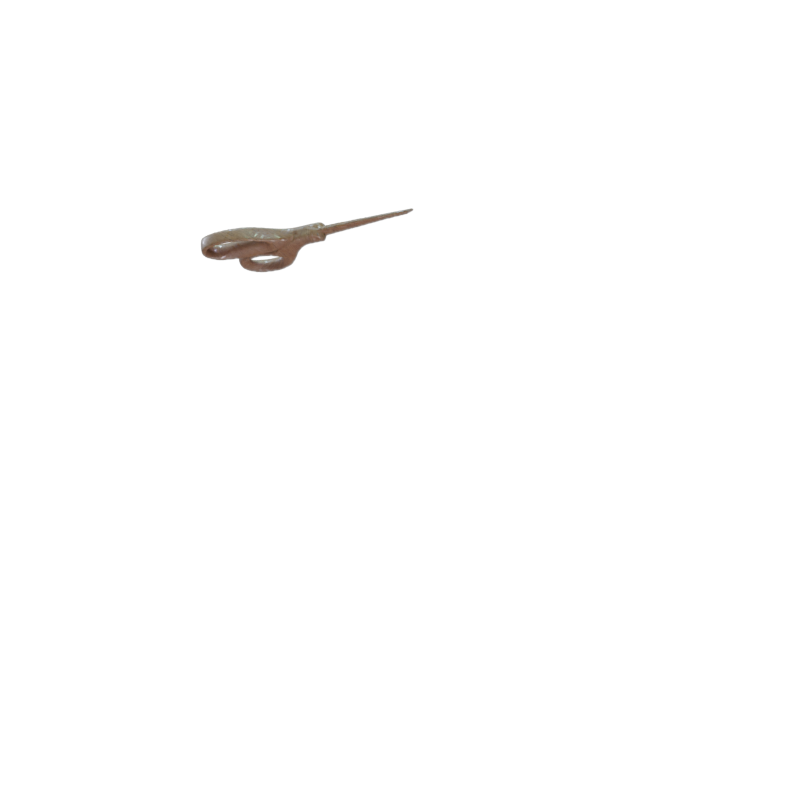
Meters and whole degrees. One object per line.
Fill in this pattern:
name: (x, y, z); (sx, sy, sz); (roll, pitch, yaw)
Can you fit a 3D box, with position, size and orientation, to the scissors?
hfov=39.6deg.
scissors: (-0.077, -0.141, 0.985); (0.205, 0.016, 0.091); (-4, -14, 16)
